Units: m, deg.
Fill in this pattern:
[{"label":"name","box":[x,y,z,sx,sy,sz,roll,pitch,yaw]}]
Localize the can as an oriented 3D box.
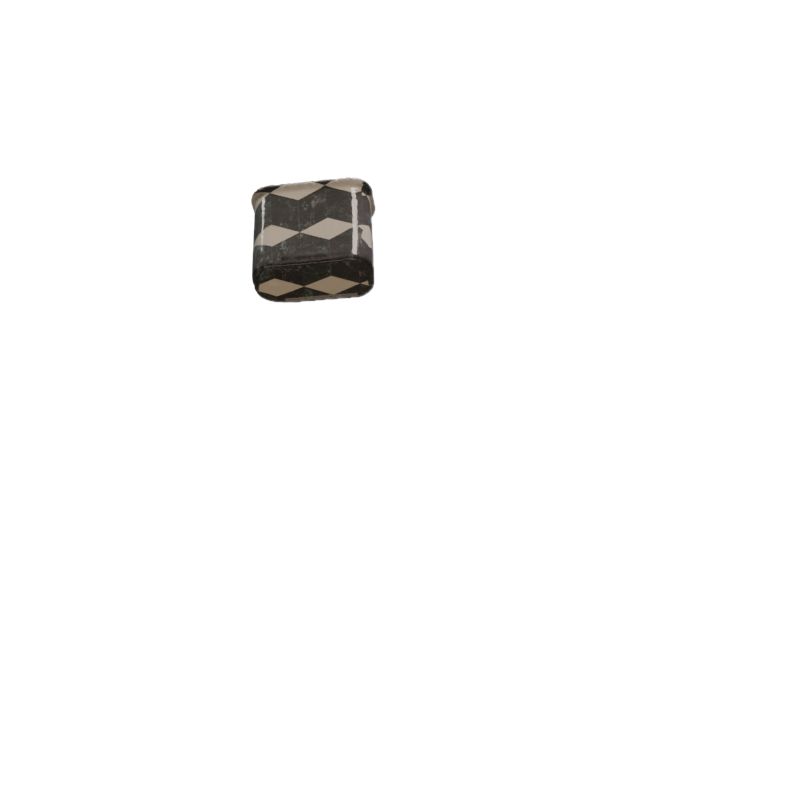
[{"label":"can","box":[-0.071,-0.129,0.903,0.102,0.090,0.053,-5,-36,5]}]
